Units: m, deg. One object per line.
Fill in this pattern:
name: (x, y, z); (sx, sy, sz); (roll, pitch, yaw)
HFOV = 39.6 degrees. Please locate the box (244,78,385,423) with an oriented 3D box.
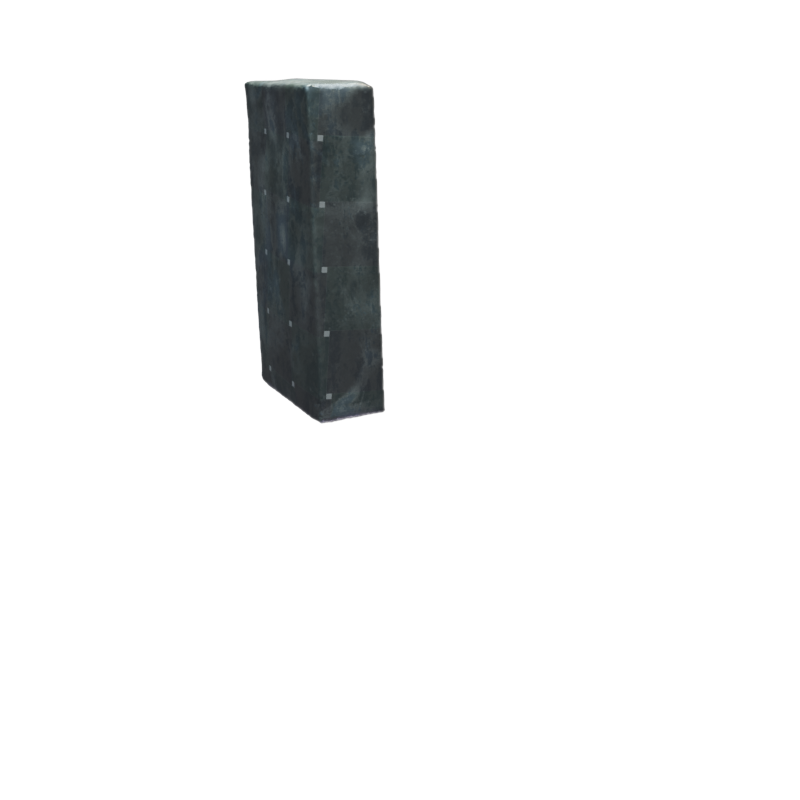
box: (-0.047, -0.087, 0.608); (0.047, 0.172, 0.098); (-5, 13, -26)
